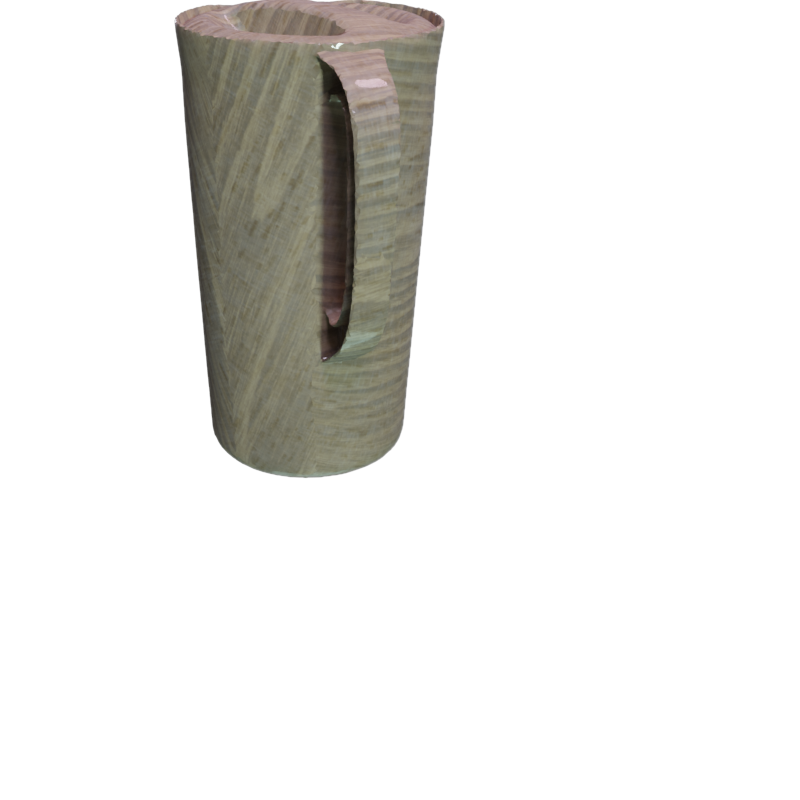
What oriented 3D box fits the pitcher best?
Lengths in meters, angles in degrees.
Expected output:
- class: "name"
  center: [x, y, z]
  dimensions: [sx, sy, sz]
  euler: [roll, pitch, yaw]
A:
- class: "pitcher"
  center: [-0.045, -0.082, 0.577]
  dimensions: [0.151, 0.231, 0.151]
  euler: [11, 25, 22]
